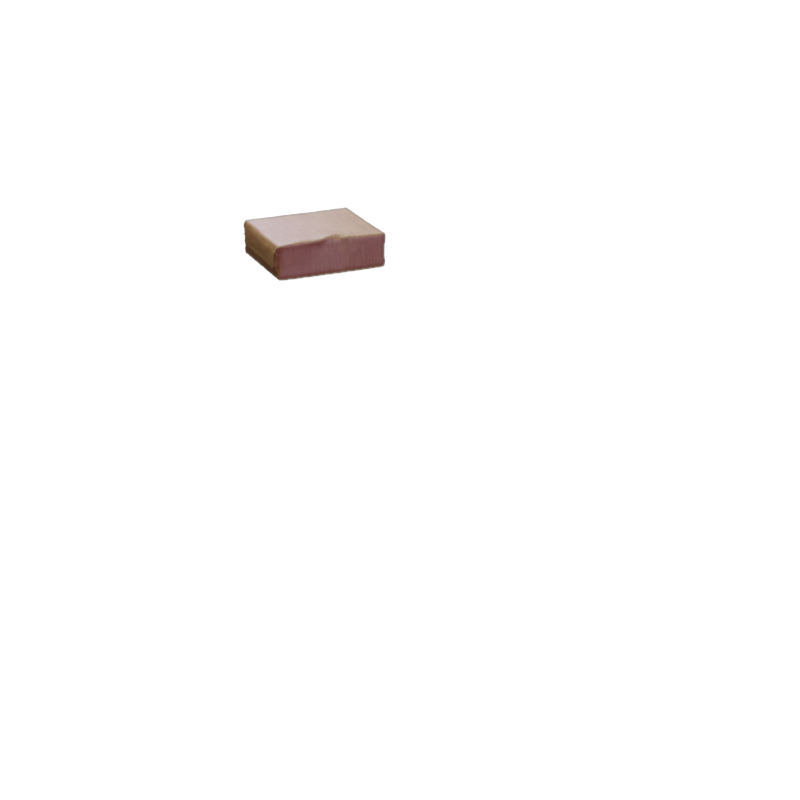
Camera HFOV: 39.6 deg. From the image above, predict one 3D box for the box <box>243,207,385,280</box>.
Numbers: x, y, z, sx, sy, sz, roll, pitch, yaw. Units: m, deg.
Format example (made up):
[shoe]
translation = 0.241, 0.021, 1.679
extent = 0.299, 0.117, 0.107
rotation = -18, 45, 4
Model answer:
[box]
translation = -0.066, -0.120, 0.842
extent = 0.087, 0.029, 0.078
rotation = -10, 26, -22
